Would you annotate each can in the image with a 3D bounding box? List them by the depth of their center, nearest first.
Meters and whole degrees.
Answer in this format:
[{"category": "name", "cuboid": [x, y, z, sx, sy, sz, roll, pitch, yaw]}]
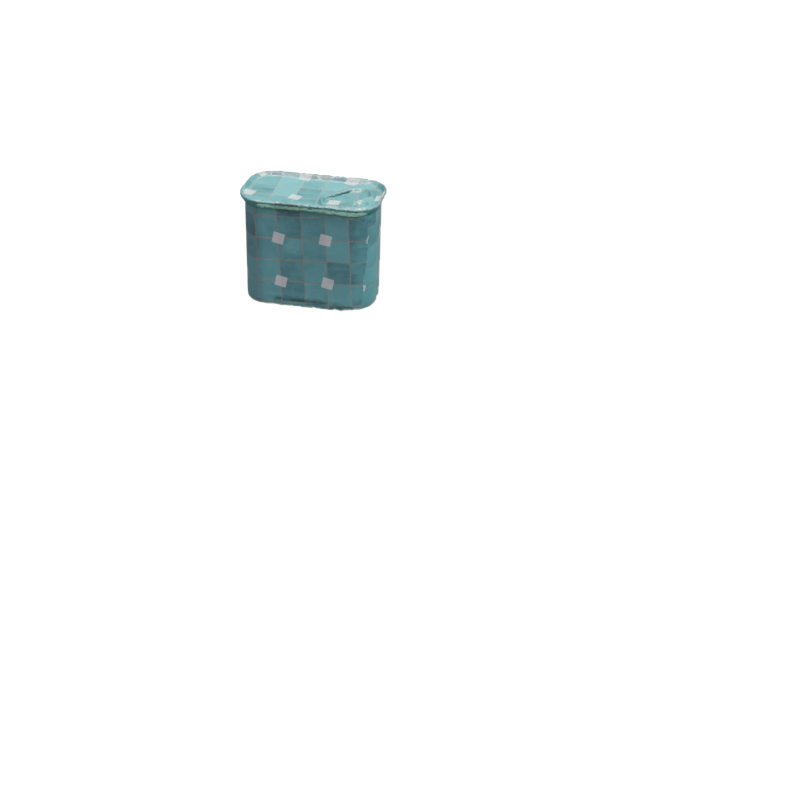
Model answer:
[{"category": "can", "cuboid": [-0.063, -0.115, 0.807, 0.104, 0.079, 0.060, 7, 29, 10]}]
